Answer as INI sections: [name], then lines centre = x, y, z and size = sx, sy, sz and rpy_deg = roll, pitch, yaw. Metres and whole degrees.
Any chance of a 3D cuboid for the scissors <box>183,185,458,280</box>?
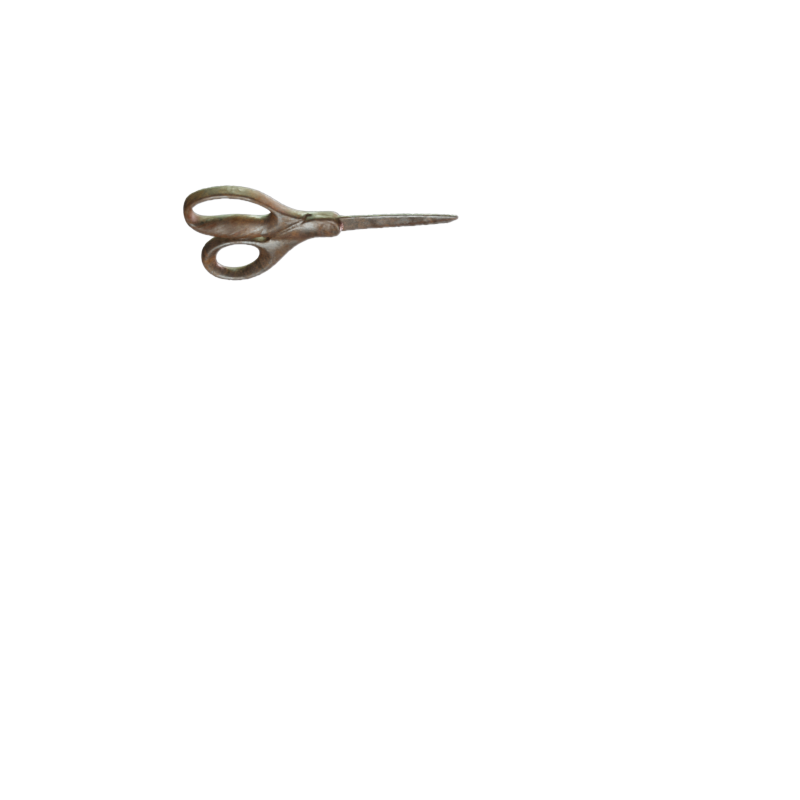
[scissors]
centre = -0.066, -0.120, 0.840
size = 0.199, 0.017, 0.091
rpy_deg = 8, -44, -9
